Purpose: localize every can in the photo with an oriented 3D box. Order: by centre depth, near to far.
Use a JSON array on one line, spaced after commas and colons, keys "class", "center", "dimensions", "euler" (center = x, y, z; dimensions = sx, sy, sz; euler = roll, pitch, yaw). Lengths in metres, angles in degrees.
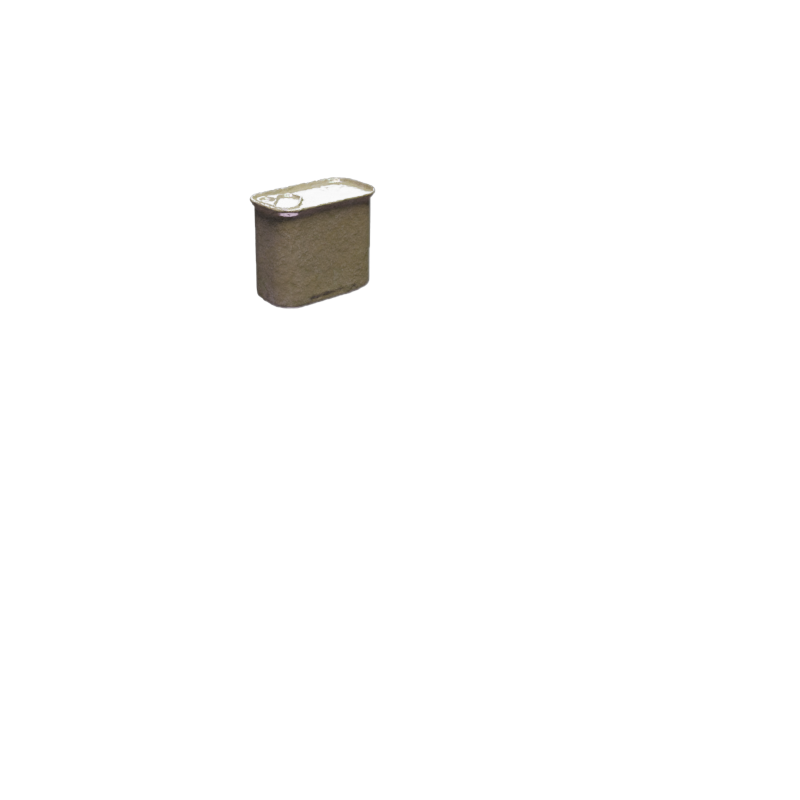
[{"class": "can", "center": [-0.070, -0.128, 0.899], "dimensions": [0.100, 0.080, 0.061], "euler": [-18, 29, -37]}]
